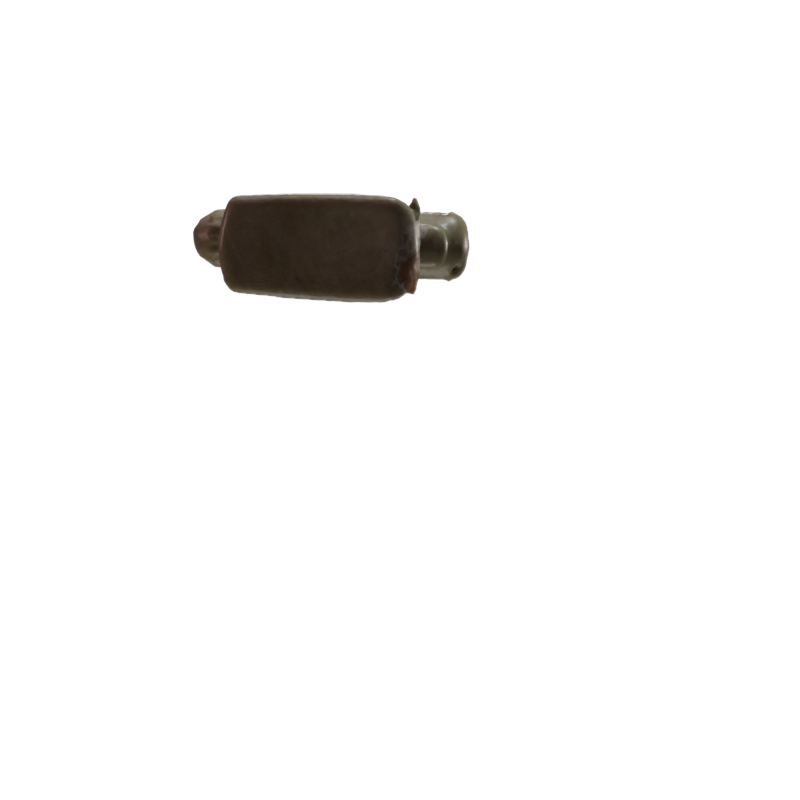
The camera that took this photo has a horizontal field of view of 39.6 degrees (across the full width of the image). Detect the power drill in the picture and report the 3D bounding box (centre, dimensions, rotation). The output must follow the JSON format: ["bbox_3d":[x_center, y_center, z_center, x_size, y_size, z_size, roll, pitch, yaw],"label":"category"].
[{"bbox_3d":[-0.052,-0.096,0.670,0.186,0.057,0.188,1,10,6],"label":"power drill"}]
